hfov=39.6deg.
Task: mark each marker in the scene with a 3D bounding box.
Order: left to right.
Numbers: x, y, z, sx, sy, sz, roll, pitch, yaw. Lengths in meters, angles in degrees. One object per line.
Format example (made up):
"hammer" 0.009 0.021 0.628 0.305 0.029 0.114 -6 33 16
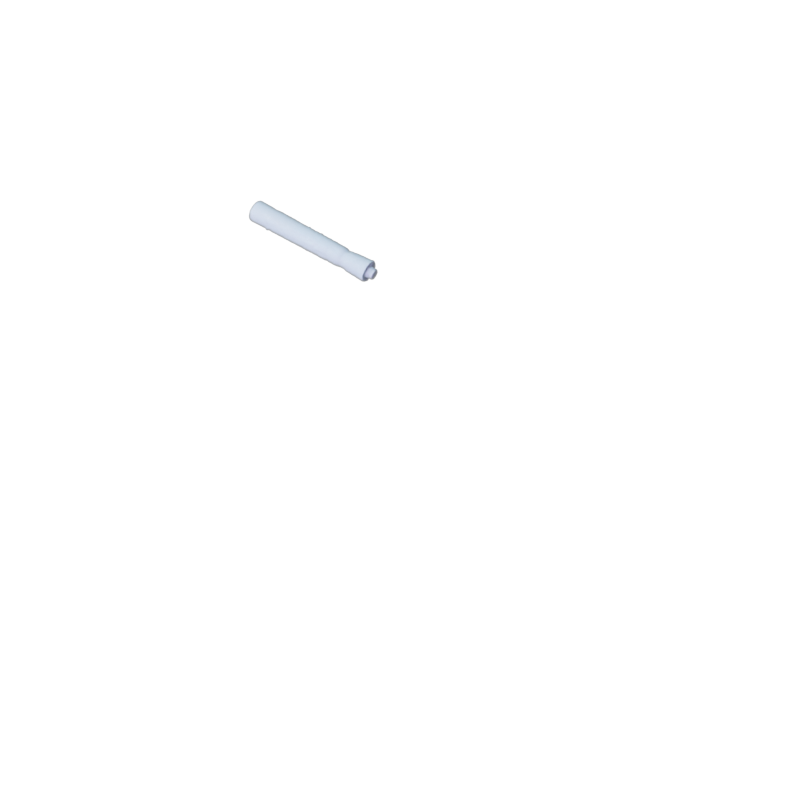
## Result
"marker" -0.070 -0.128 0.899 0.127 0.019 0.019 31 16 23
